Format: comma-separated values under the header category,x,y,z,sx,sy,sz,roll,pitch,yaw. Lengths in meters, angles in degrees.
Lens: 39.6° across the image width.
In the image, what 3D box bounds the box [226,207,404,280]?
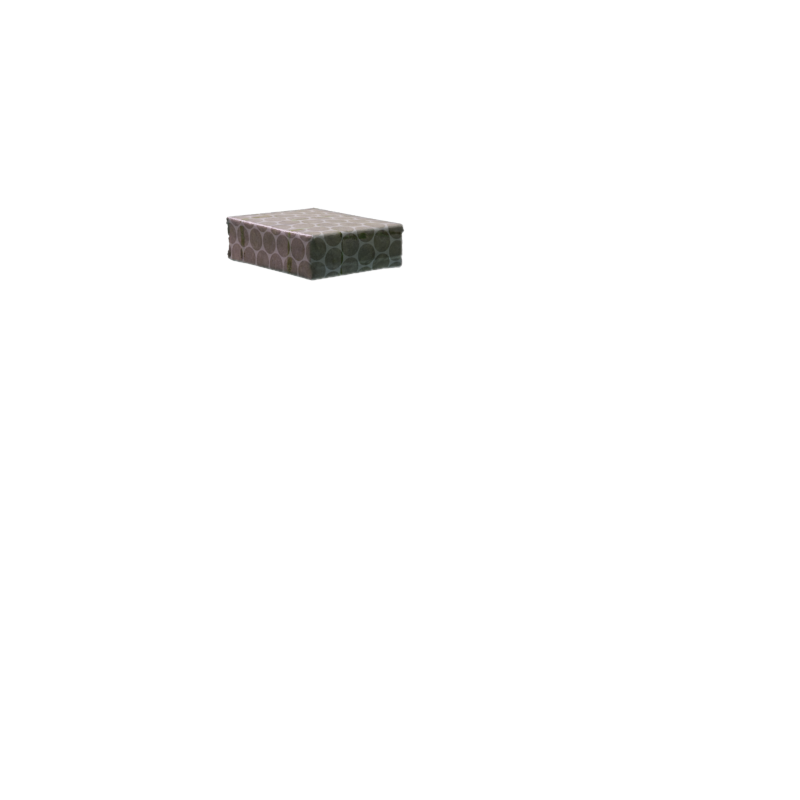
category,x,y,z,sx,sy,sz,roll,pitch,yaw
box,-0.067,-0.122,0.856,0.087,0.038,0.120,-12,19,-39
